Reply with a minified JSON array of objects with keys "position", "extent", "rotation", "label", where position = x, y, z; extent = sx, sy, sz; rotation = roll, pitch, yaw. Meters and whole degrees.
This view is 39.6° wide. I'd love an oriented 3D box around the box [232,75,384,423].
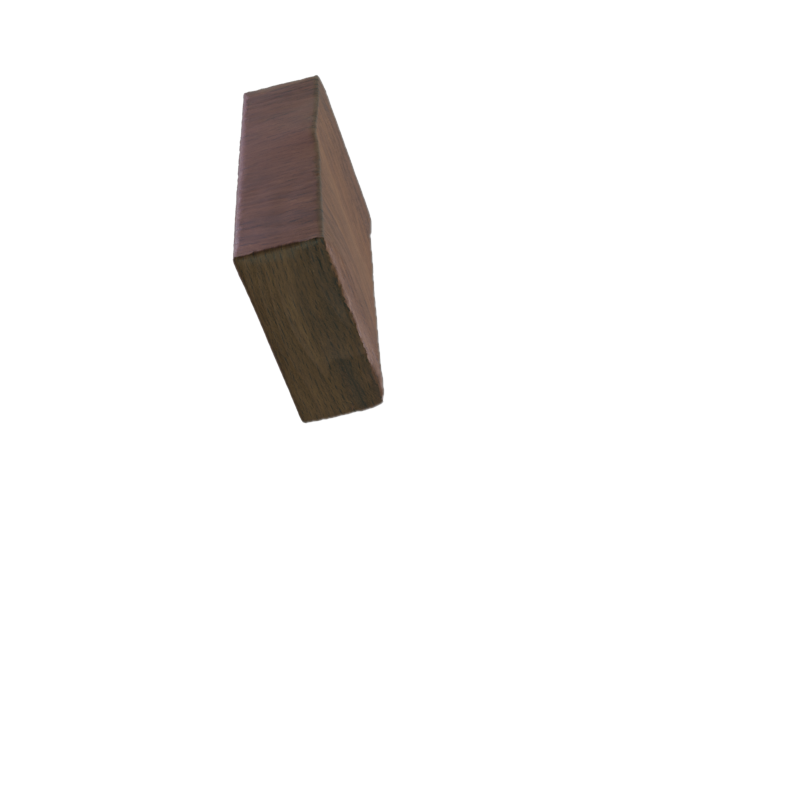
[{"position":[-0.065,-0.119,0.833],"extent":[0.072,0.152,0.229],"rotation":[-13,42,8],"label":"box"}]
